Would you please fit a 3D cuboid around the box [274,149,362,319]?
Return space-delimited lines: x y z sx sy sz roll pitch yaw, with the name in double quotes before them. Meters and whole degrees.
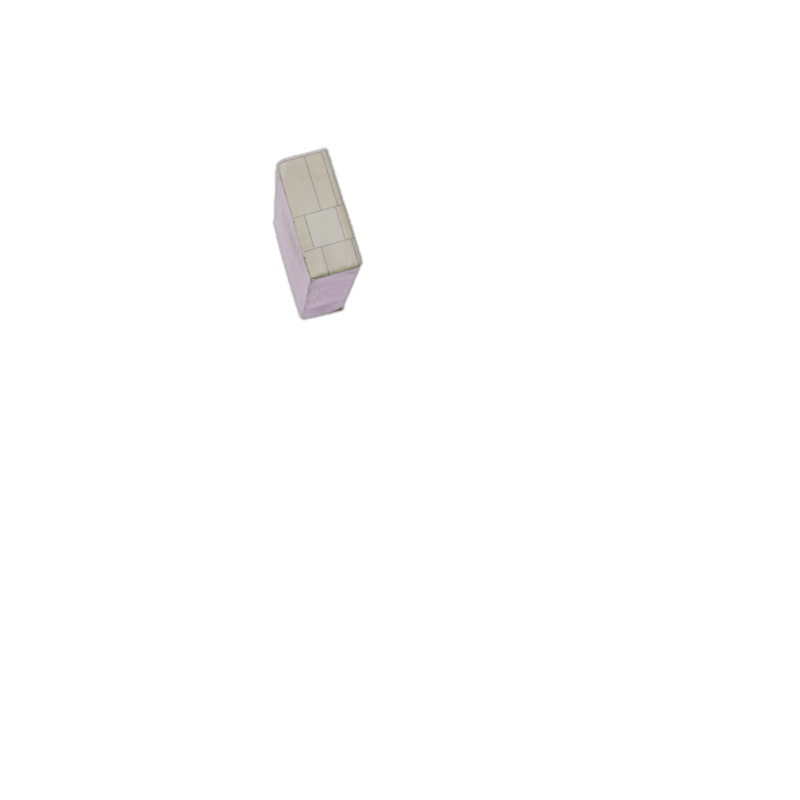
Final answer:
"box" -0.069 -0.125 0.876 0.048 0.096 0.172 -16 -6 -6
